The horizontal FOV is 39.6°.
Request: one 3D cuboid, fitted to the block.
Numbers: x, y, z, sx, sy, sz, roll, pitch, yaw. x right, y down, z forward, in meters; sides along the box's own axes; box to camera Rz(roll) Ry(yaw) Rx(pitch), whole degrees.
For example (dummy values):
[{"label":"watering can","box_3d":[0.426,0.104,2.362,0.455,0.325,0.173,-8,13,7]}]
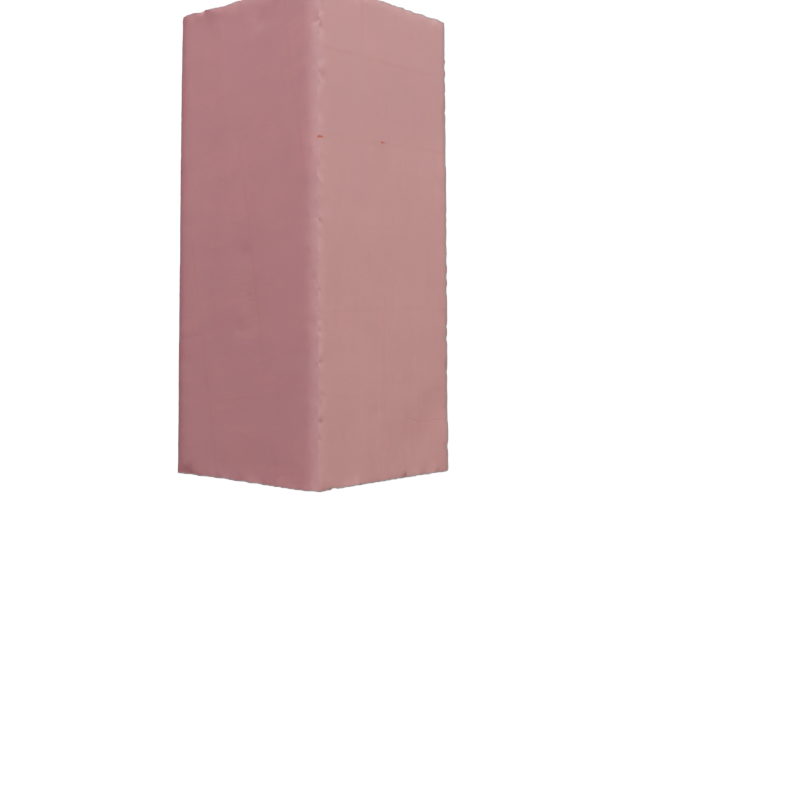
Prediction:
[{"label":"block","box_3d":[-0.040,-0.072,0.504,0.093,0.208,0.087,-3,-4,40]}]
